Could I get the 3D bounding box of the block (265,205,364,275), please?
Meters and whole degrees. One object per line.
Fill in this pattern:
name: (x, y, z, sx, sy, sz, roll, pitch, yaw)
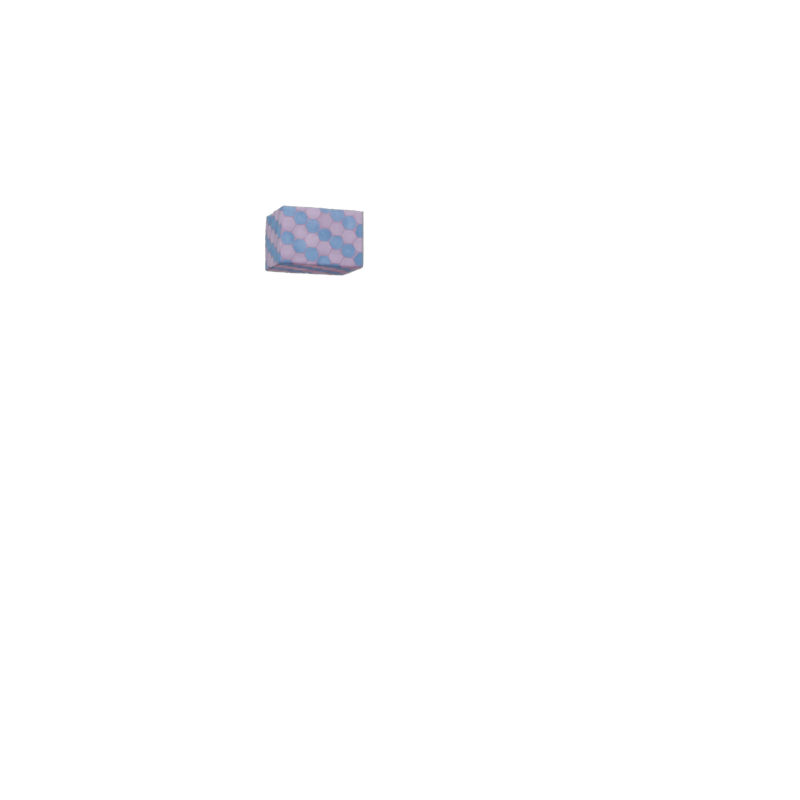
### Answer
block: (-0.077, -0.141, 0.985, 0.076, 0.052, 0.053, 2, -6, -21)
